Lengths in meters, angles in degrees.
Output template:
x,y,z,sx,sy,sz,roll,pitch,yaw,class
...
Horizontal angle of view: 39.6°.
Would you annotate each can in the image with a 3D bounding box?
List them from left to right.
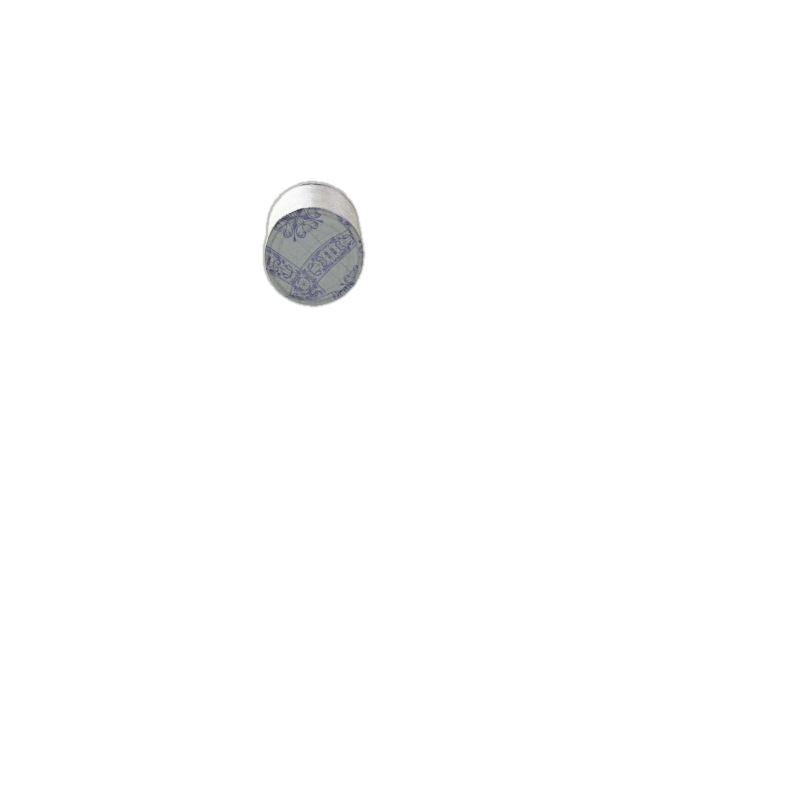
x,y,z,sx,sy,sz,roll,pitch,yaw,class
-0.060,-0.110,0.771,0.068,0.066,0.106,0,17,-3,can
